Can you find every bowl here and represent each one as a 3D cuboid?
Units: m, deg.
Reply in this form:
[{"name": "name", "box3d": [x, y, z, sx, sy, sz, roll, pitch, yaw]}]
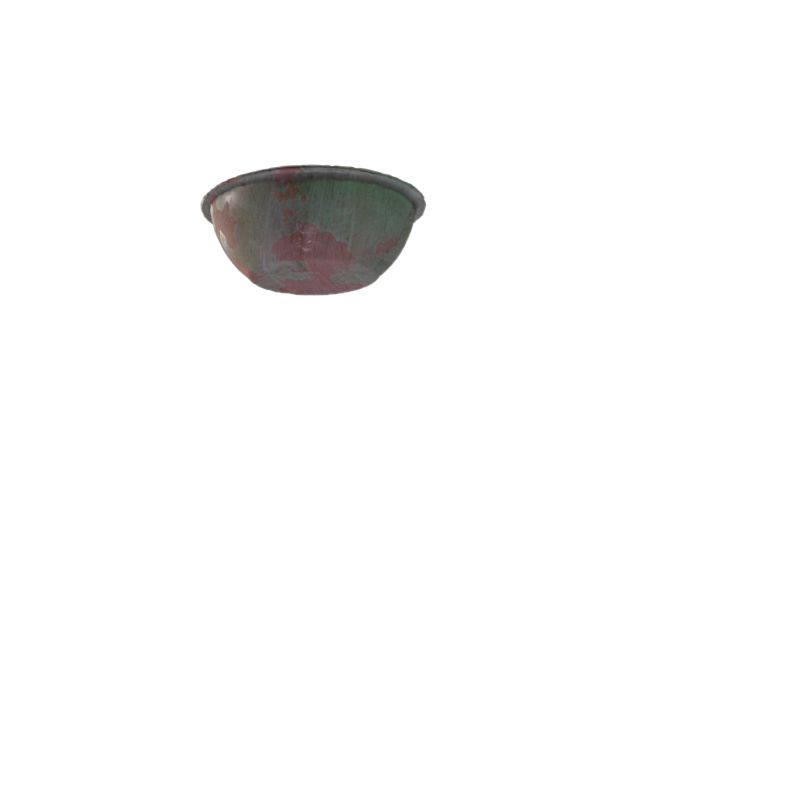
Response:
[{"name": "bowl", "box3d": [-0.062, -0.113, 0.789, 0.162, 0.057, 0.157, 0, -12, -2]}]
